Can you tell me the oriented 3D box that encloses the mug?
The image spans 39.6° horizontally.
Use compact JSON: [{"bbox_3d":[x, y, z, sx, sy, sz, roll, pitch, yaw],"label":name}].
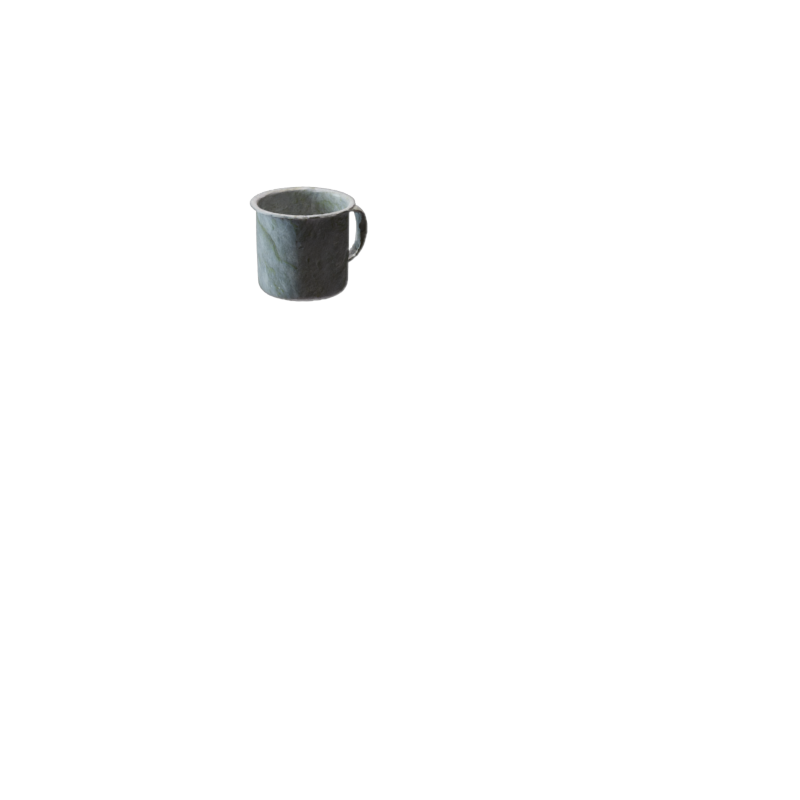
[{"bbox_3d":[-0.078,-0.142,0.994,0.115,0.078,0.099,-19,30,-37],"label":"mug"}]
